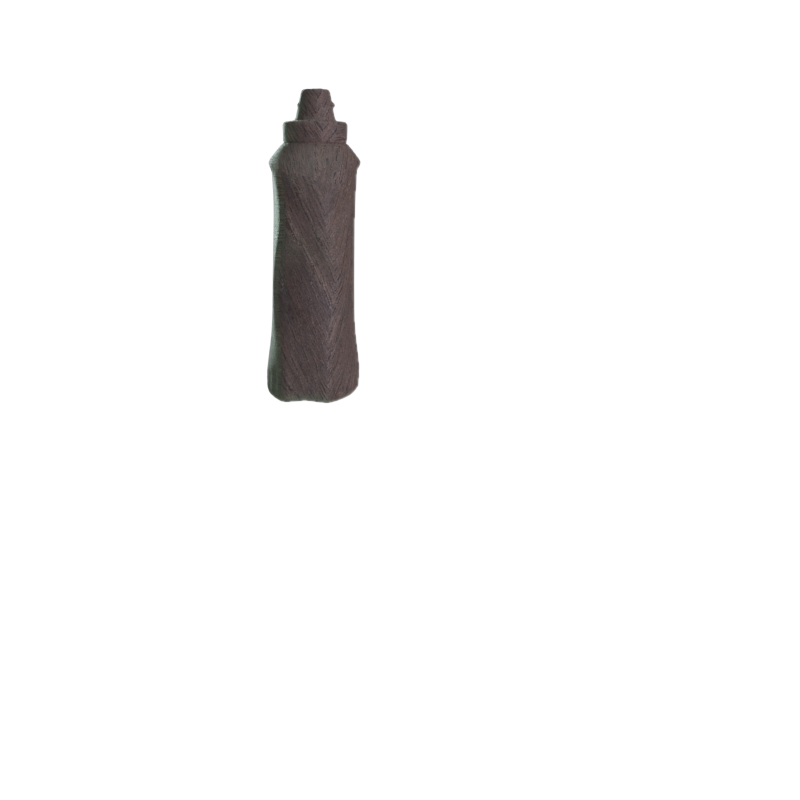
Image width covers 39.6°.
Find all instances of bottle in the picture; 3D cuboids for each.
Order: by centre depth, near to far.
[{"bbox_3d":[-0.054,-0.100,0.702,0.059,0.190,0.096,1,5,5],"label":"bottle"}]
